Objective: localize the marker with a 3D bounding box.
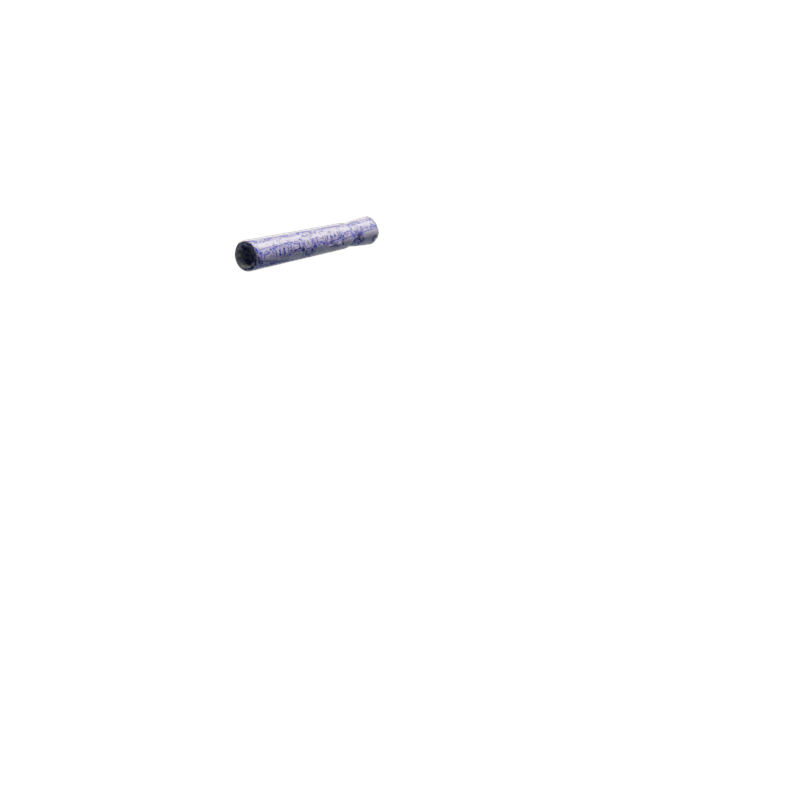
[{"bbox_3d":[-0.054,-0.099,0.691,0.021,0.019,0.119,3,16,38],"label":"marker"}]
